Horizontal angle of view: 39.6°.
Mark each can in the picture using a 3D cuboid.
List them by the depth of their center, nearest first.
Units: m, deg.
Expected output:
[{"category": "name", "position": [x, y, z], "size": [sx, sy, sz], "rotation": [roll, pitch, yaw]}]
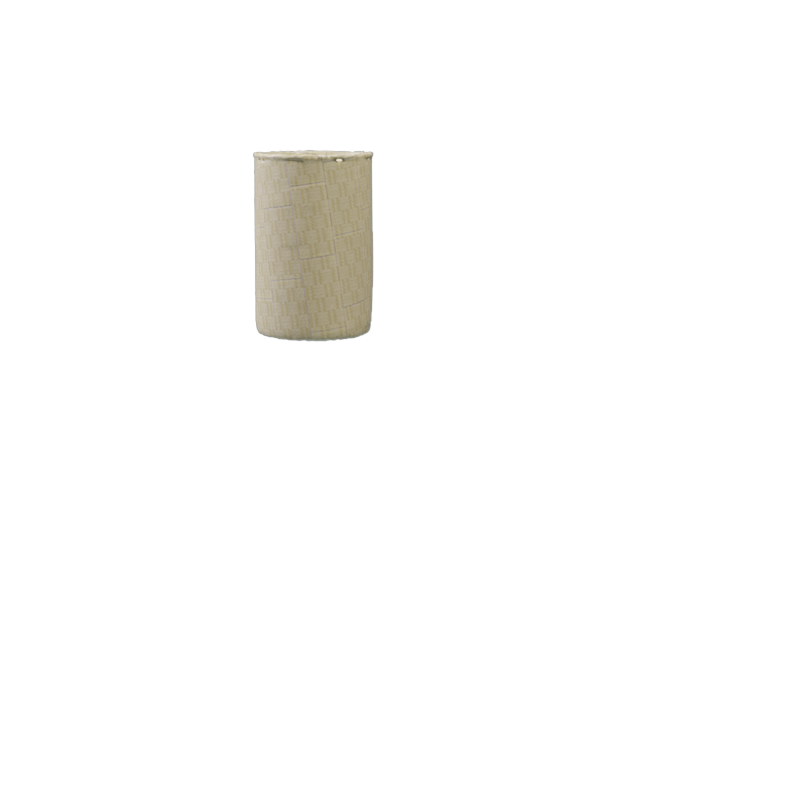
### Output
[{"category": "can", "position": [-0.049, -0.090, 0.629], "size": [0.068, 0.100, 0.070], "rotation": [0, 10, -2]}]
